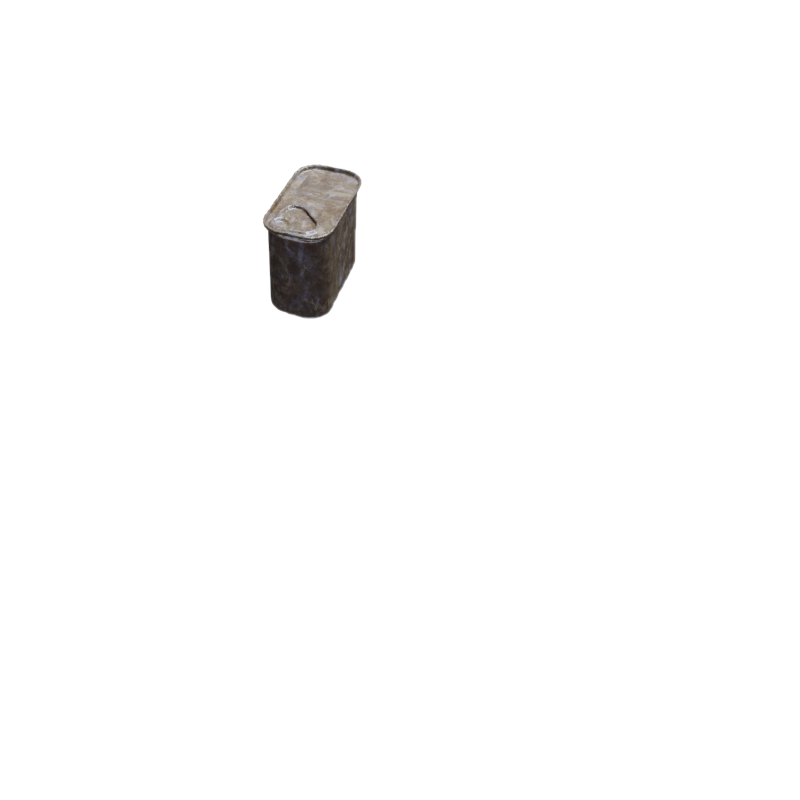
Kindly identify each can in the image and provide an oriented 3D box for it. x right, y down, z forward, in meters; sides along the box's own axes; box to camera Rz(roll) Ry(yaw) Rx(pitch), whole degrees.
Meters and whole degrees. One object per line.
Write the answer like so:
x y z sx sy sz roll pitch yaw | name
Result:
-0.071 -0.129 0.902 0.059 0.078 0.106 12 41 12 | can
